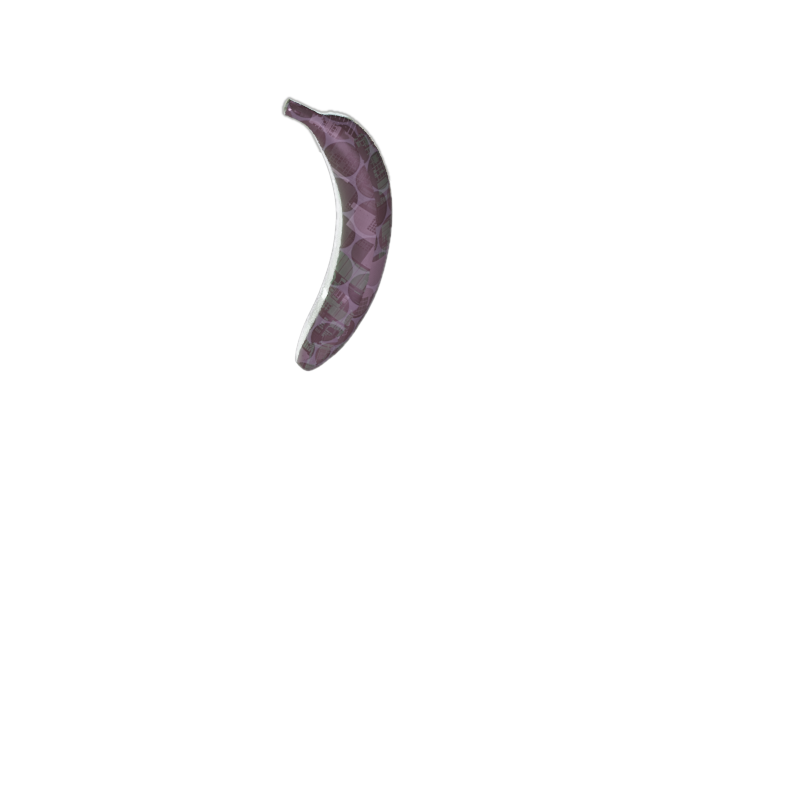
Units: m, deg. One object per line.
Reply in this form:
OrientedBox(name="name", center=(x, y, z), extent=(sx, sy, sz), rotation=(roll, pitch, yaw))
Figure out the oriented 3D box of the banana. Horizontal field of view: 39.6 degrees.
OrientedBox(name="banana", center=(-0.040, -0.110, 0.742), extent=(0.069, 0.187, 0.039), rotation=(-1, 25, -1))
